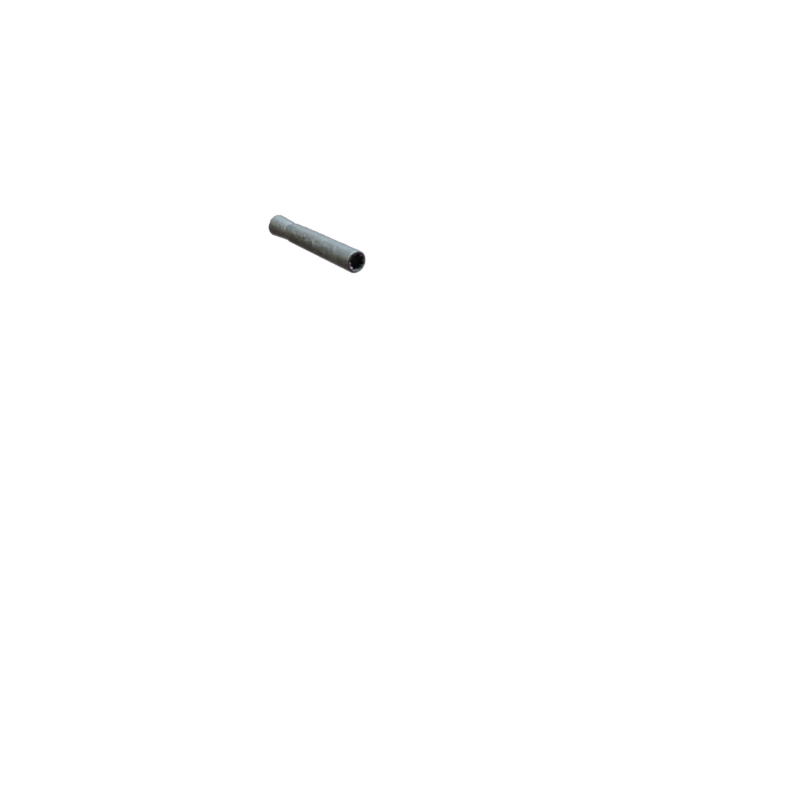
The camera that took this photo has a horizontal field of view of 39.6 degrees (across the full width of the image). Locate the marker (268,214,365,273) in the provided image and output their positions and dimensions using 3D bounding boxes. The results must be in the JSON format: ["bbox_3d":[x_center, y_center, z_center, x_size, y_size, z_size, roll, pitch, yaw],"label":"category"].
[{"bbox_3d":[-0.072,-0.131,0.919,0.019,0.019,0.129,-3,22,-38],"label":"marker"}]
